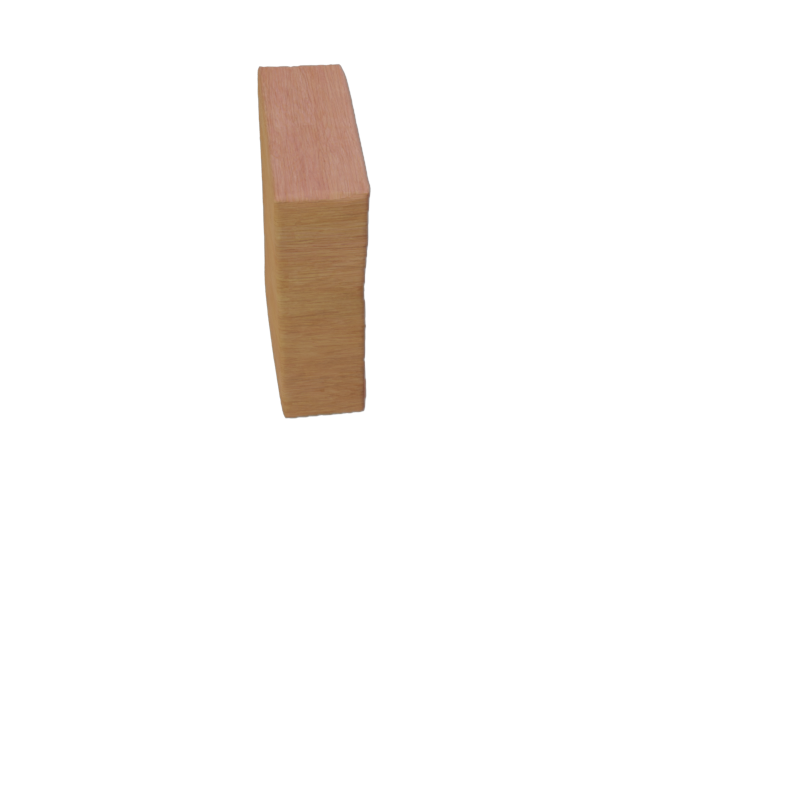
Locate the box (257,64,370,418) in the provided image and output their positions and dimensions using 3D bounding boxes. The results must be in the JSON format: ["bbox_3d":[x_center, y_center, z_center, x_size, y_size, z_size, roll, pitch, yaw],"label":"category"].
[{"bbox_3d":[-0.065,-0.118,0.829,0.071,0.199,0.177,-4,45,-8],"label":"box"}]
